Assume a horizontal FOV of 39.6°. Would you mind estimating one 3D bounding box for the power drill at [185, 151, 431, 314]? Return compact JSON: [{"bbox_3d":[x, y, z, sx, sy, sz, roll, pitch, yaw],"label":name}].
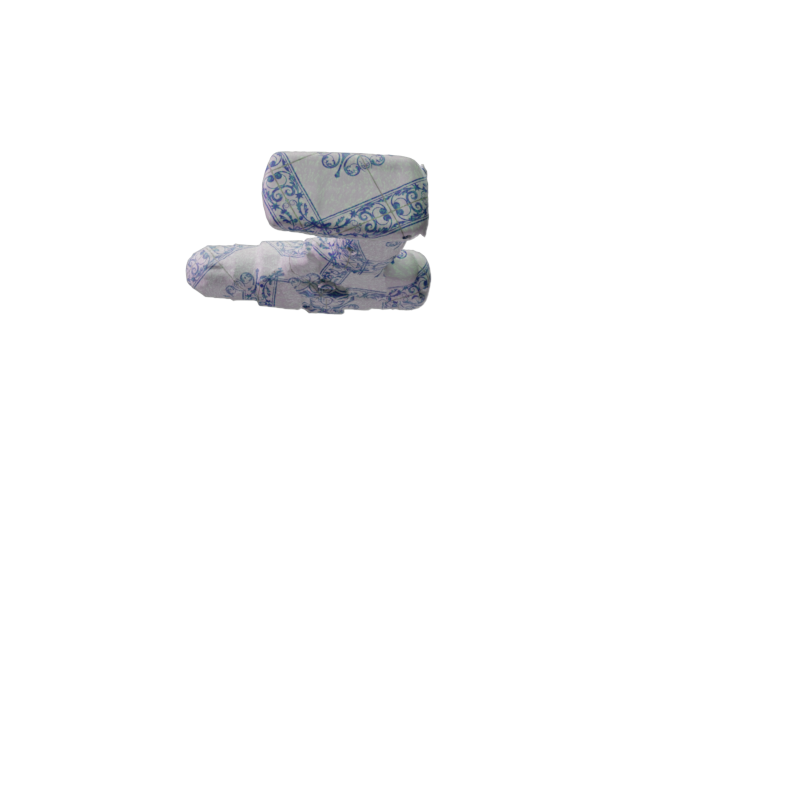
[{"bbox_3d":[-0.061,-0.111,0.775,0.183,0.060,0.182,1,-13,-5],"label":"power drill"}]
